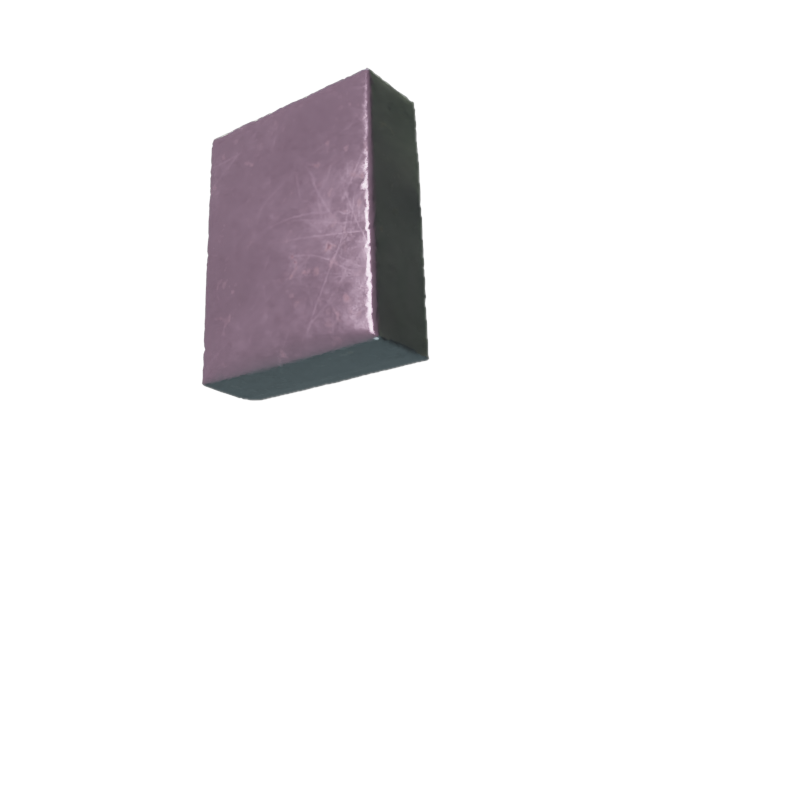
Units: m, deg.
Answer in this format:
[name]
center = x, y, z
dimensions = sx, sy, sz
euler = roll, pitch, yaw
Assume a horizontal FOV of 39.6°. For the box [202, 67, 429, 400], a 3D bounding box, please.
[box]
center = -0.066, -0.120, 0.837
dimensions = 0.166, 0.226, 0.067
euler = -17, -28, 33
